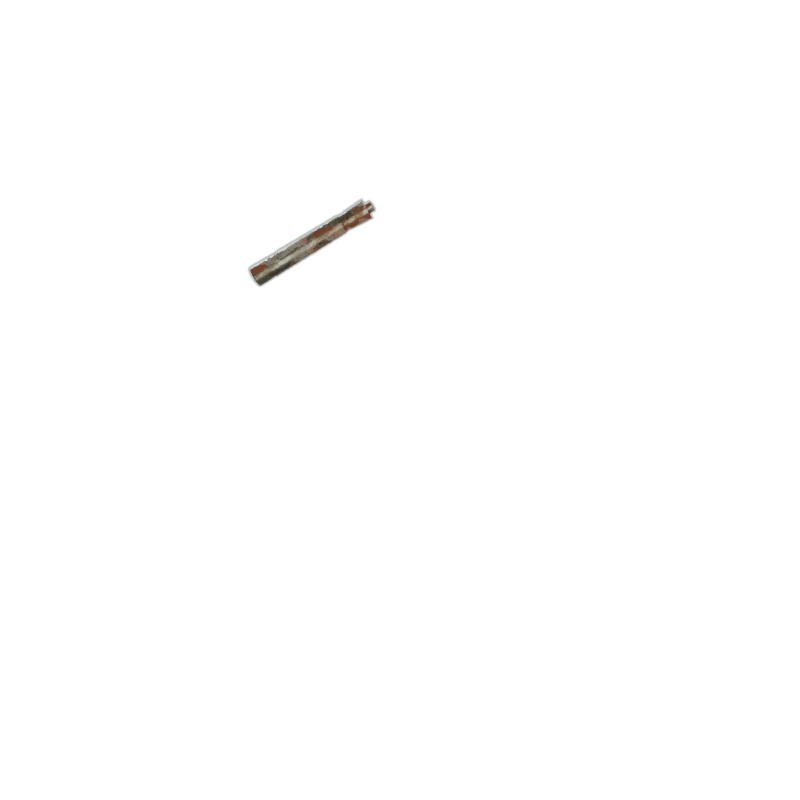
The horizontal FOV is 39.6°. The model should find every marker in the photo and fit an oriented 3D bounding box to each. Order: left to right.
[{"bbox_3d":[-0.075,-0.137,0.960,0.121,0.020,0.020,-30,1,6],"label":"marker"}]
